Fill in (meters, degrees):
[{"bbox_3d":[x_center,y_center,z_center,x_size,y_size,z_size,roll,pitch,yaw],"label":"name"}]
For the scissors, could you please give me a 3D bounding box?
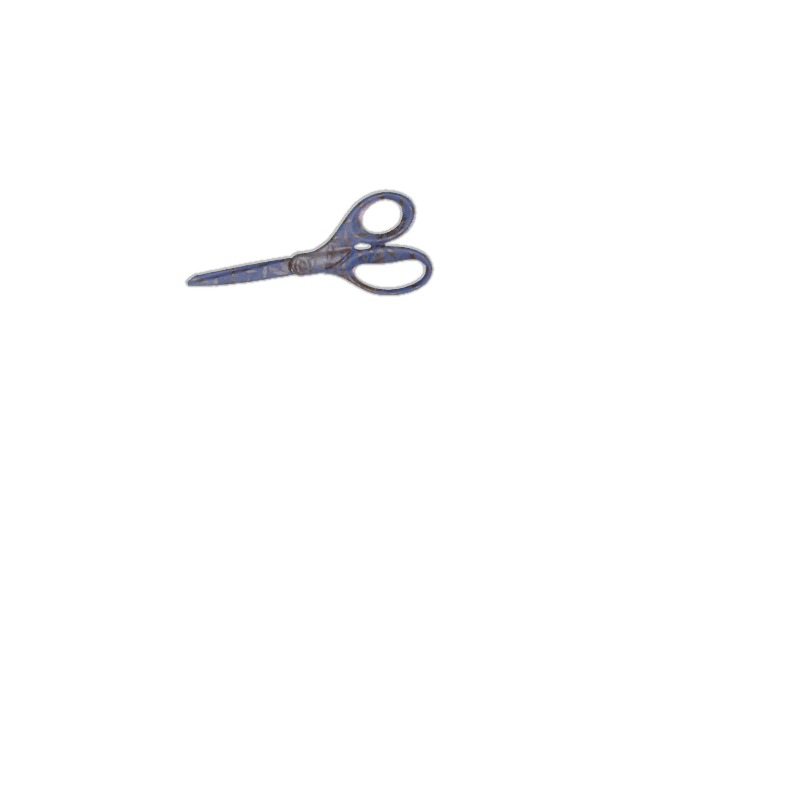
[{"bbox_3d":[-0.072,-0.130,0.913,0.201,0.094,0.016,6,9,-1],"label":"scissors"}]
